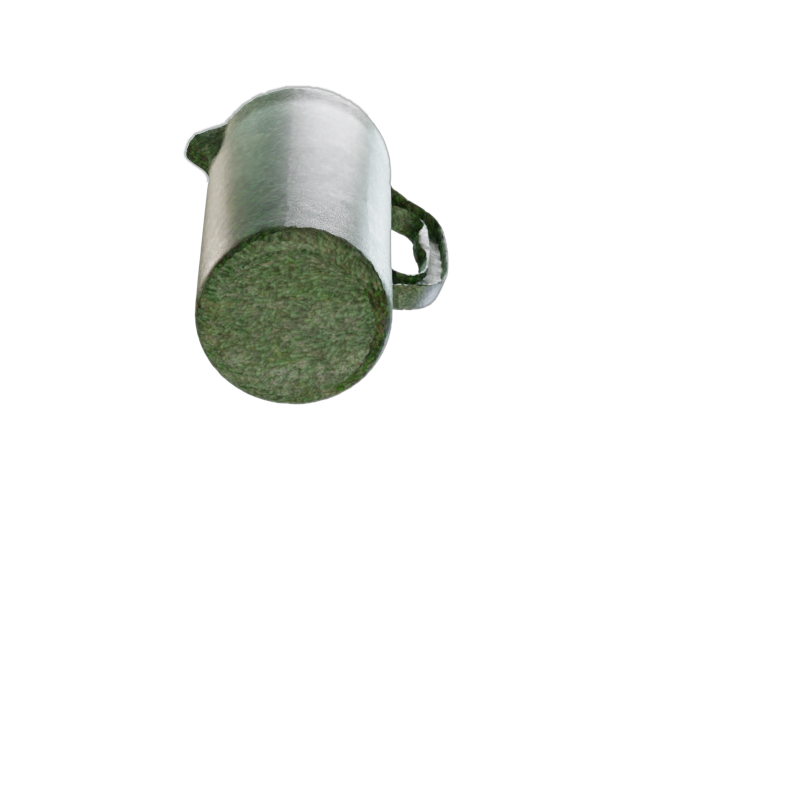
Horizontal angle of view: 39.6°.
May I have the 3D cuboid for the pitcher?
[{"bbox_3d":[-0.055,-0.101,0.704,0.149,0.136,0.258,-21,28,8],"label":"pitcher"}]
